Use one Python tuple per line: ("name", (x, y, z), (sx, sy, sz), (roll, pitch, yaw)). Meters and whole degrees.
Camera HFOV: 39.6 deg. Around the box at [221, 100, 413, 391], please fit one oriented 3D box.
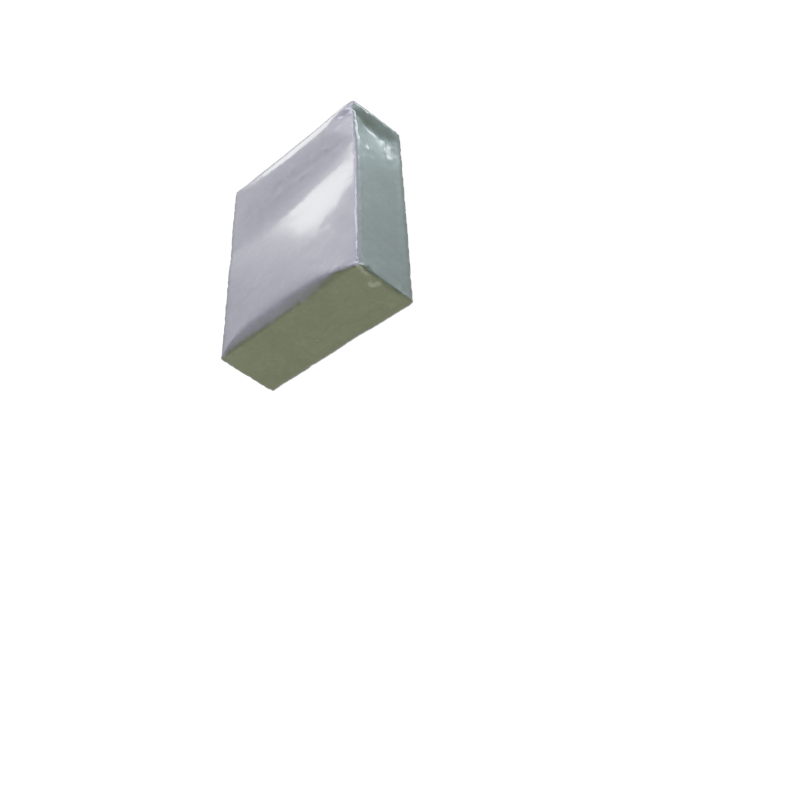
("box", (-0.076, -0.139, 0.976), (0.163, 0.230, 0.067), (-32, -49, 29))
